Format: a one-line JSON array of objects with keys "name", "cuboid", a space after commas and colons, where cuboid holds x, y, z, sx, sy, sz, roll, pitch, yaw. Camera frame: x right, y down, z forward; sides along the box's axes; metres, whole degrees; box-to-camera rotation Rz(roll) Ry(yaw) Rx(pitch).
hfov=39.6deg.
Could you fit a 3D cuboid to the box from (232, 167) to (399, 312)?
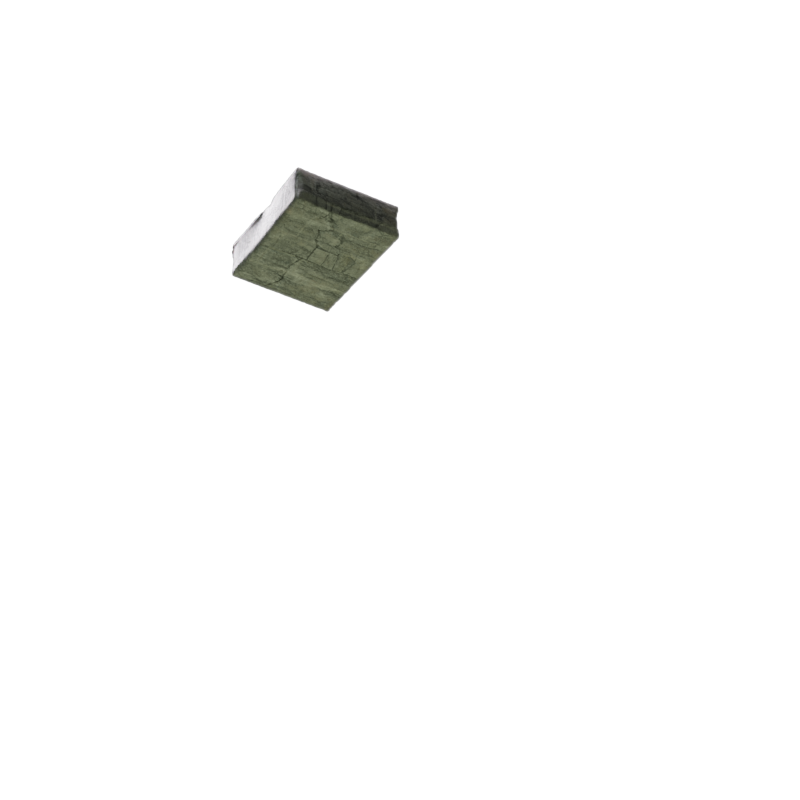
[{"name": "box", "cuboid": [-0.055, -0.100, 0.700, 0.070, 0.032, 0.087, 20, -40, -26]}]
